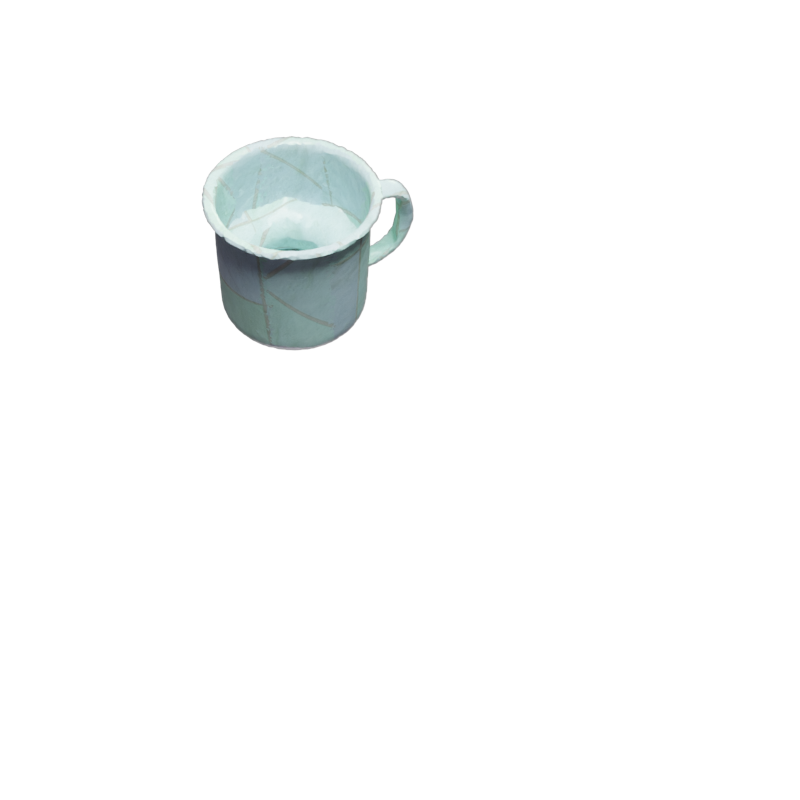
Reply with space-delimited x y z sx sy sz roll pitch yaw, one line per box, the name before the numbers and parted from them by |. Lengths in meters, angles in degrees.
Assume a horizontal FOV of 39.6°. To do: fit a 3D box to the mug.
mug | -0.047 -0.086 0.600 0.116 0.101 0.076 -21 -38 -19
